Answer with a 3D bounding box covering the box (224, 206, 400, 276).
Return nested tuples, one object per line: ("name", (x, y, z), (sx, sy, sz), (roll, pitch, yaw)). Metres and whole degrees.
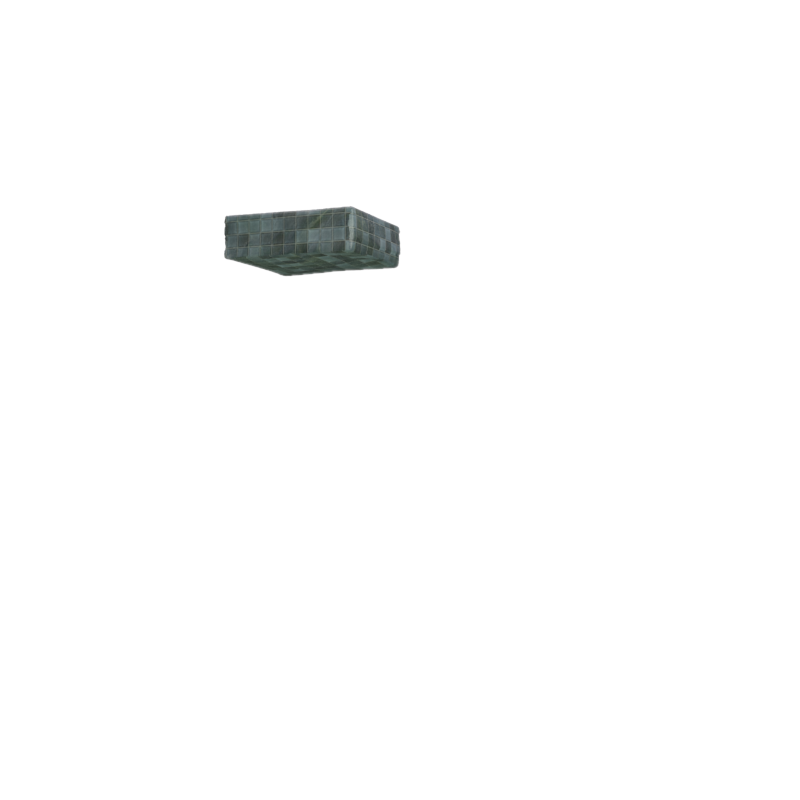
("box", (-0.068, -0.124, 0.869), (0.116, 0.040, 0.086), (-2, -5, 25))
